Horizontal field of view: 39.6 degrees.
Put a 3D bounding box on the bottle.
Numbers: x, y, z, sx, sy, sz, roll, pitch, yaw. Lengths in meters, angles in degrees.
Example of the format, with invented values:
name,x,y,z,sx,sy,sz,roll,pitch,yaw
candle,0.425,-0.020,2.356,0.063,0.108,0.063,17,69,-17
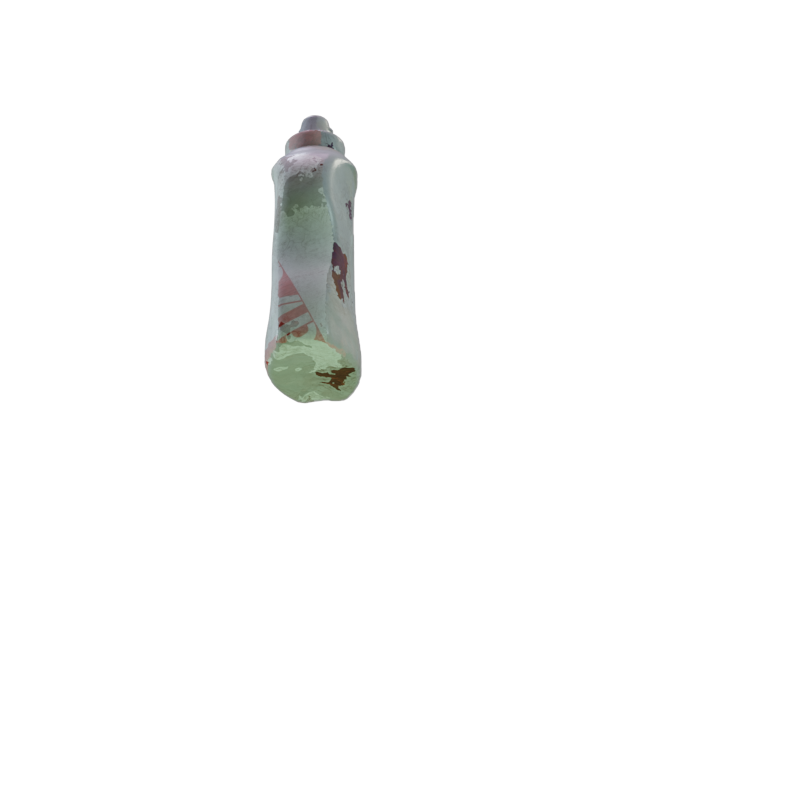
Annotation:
name,x,y,z,sx,sy,sz,roll,pitch,yaw
bottle,-0.056,-0.102,0.717,0.059,0.204,0.090,-5,-28,6
